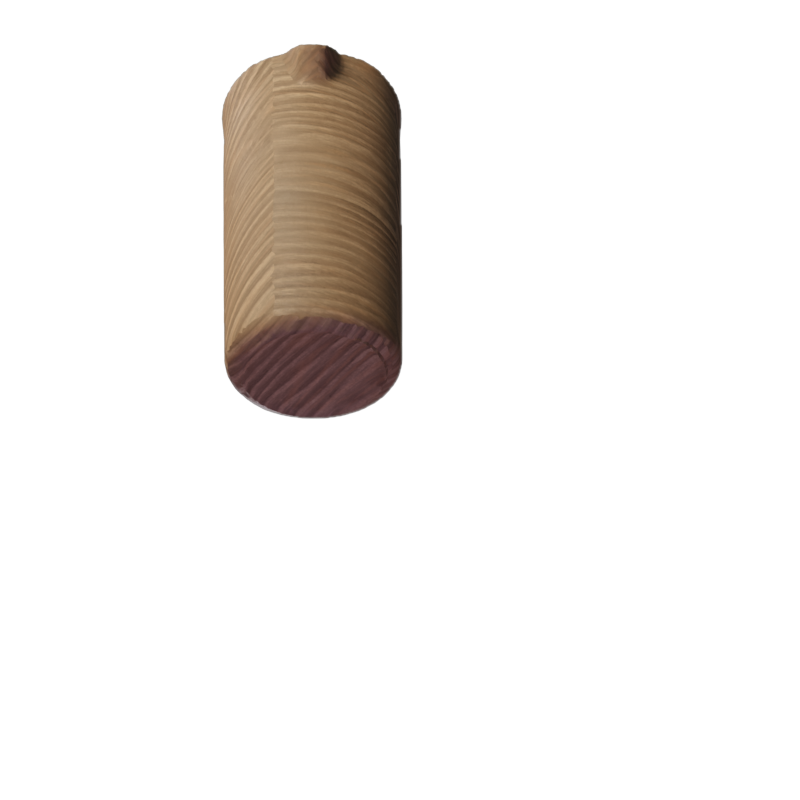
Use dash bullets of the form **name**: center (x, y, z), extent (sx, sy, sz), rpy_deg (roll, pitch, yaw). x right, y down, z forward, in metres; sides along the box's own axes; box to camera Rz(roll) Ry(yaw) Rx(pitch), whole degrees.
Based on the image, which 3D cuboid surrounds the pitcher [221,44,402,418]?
- **pitcher**: center (-0.059, -0.108, 0.753), extent (0.144, 0.261, 0.139), rpy_deg (-30, -47, 29)
